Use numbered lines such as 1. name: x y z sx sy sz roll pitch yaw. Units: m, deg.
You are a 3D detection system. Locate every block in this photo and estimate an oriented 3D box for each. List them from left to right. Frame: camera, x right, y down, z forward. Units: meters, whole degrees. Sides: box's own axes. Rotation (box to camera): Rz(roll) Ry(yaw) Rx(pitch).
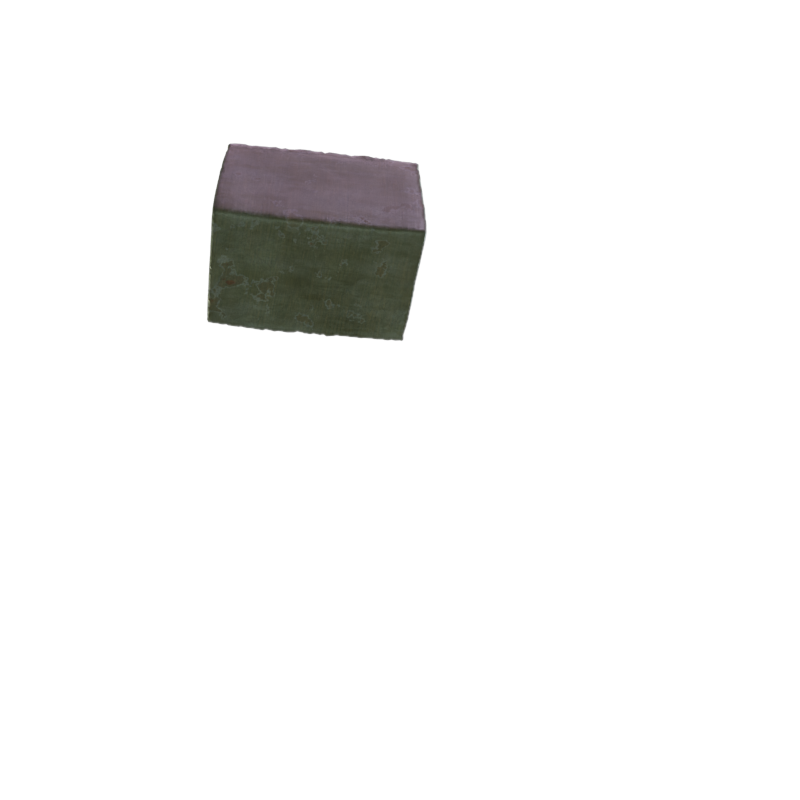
1. block: -0.033 -0.061 0.425 0.077 0.050 0.055 6 37 -6
